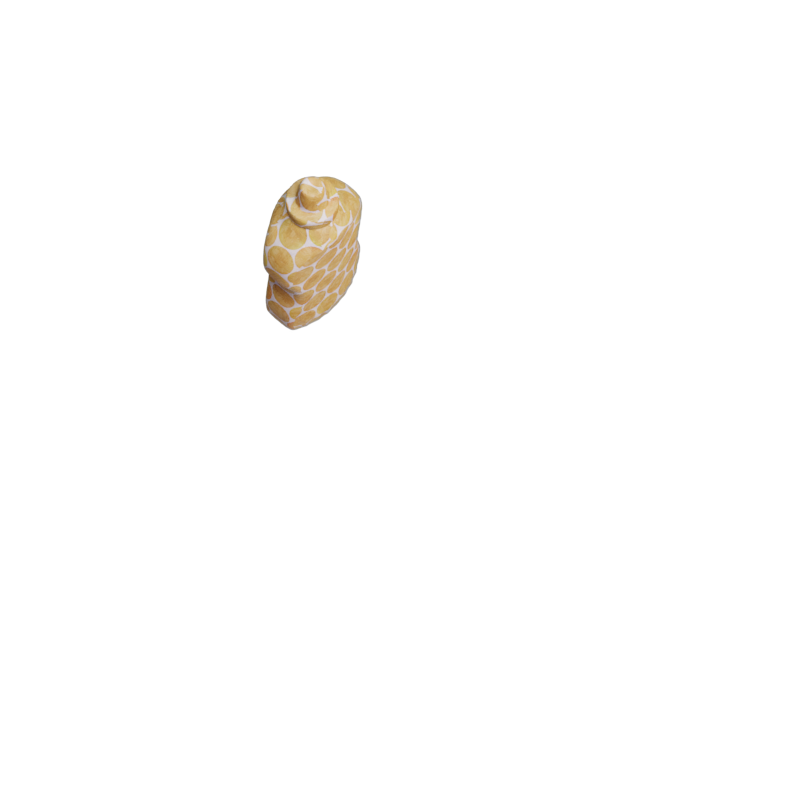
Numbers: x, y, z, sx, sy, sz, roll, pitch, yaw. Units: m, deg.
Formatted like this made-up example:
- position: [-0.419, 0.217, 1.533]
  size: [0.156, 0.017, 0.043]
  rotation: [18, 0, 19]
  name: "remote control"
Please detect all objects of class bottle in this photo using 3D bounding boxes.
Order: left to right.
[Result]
- position: [-0.071, -0.129, 0.905]
  size: [0.060, 0.097, 0.183]
  rotation: [40, -17, 9]
  name: "bottle"
